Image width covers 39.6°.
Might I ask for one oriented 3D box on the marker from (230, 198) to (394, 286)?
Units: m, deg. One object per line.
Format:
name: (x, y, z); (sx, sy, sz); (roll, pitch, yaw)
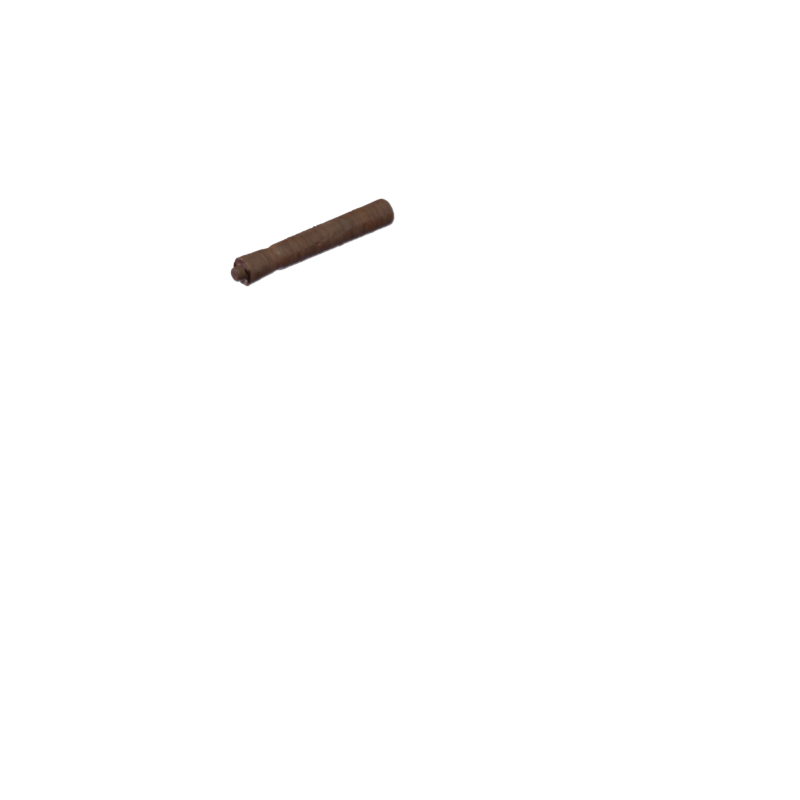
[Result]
marker: (-0.055, -0.100, 0.700); (0.120, 0.019, 0.021); (-28, 19, -31)
